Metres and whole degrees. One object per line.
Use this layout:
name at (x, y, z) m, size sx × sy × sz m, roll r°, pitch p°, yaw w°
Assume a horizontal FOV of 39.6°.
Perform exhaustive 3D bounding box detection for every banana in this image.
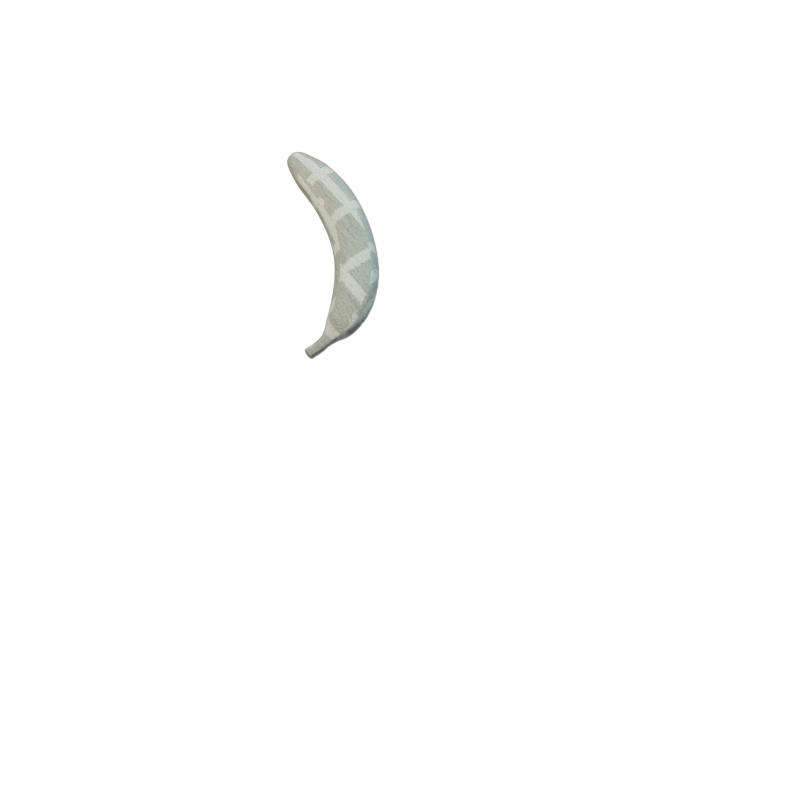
banana at (-0.056, -0.134, 0.950) m, size 0.069 × 0.210 × 0.035 m, roll -5°, pitch -27°, yaw -4°
